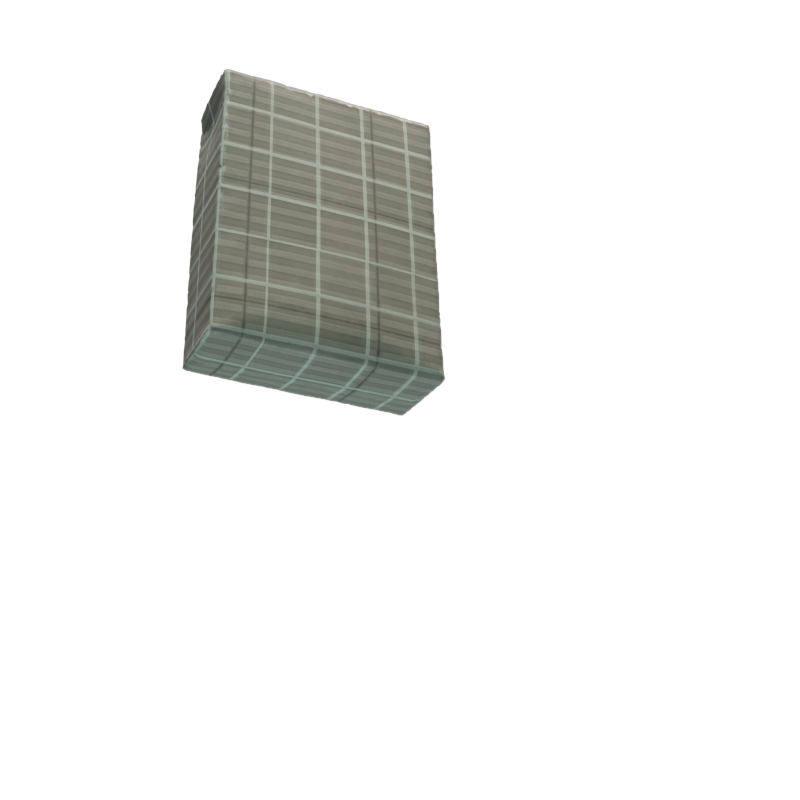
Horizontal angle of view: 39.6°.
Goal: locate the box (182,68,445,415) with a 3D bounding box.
[{"bbox_3d":[-0.060,-0.110,0.770,0.159,0.228,0.070,11,-34,-21],"label":"box"}]
